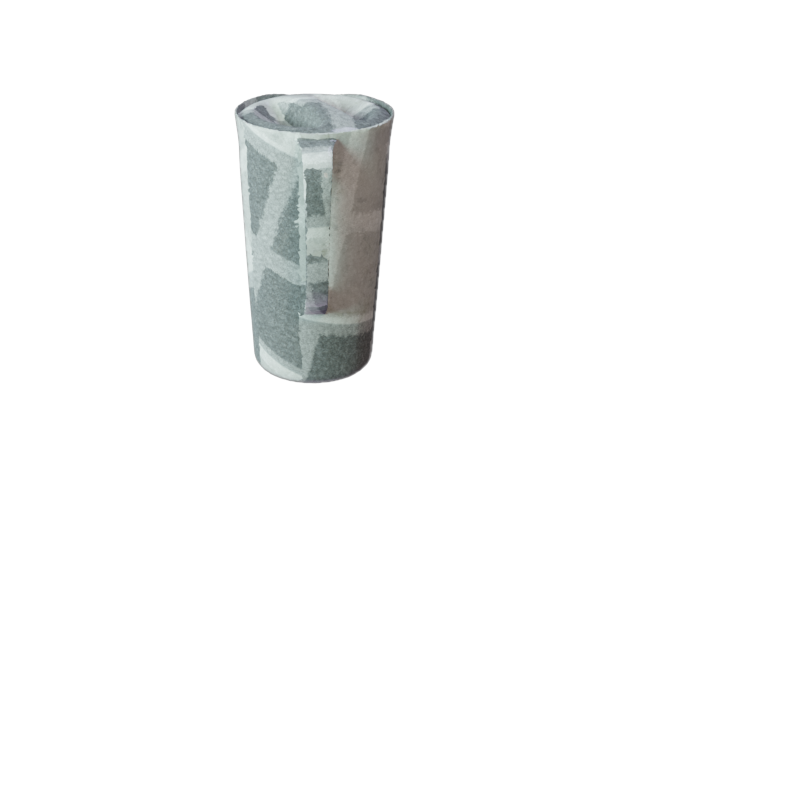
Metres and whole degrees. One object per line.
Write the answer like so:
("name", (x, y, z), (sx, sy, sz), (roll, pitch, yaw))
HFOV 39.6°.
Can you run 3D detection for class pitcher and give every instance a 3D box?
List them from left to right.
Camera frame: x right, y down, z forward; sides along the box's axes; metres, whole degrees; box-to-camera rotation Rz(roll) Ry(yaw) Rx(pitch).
("pitcher", (-0.075, -0.137, 0.959), (0.154, 0.231, 0.148), (20, 31, 35))
